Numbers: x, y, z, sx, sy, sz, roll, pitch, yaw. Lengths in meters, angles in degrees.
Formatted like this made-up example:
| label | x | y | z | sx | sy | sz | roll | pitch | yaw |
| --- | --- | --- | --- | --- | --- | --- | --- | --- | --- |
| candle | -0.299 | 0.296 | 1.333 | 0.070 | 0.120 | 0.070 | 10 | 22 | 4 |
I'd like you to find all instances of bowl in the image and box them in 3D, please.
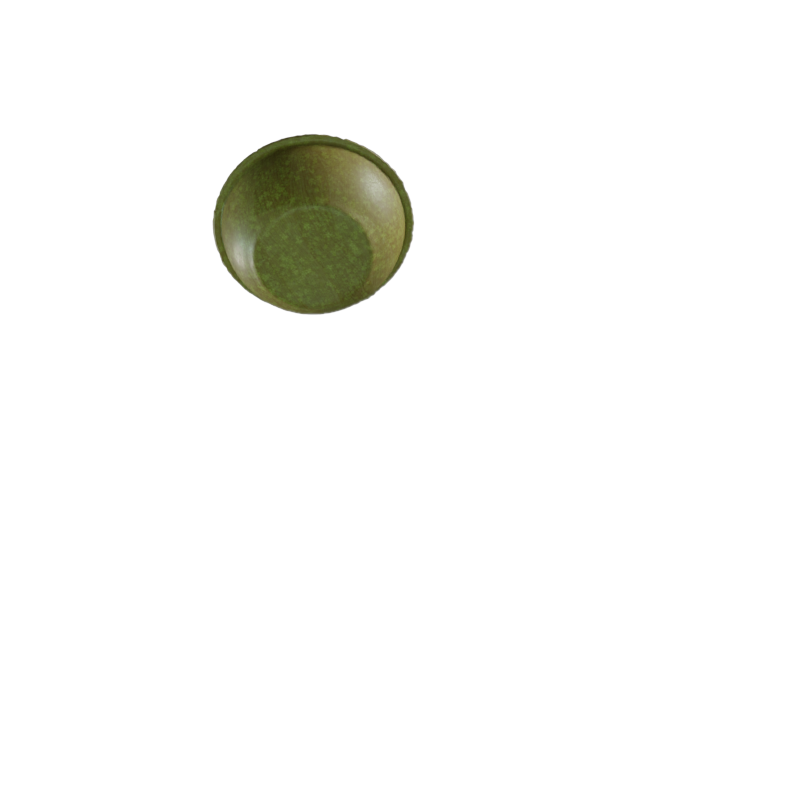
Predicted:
| label | x | y | z | sx | sy | sz | roll | pitch | yaw |
| --- | --- | --- | --- | --- | --- | --- | --- | --- | --- |
| bowl | -0.068 | -0.124 | 0.870 | 0.162 | 0.153 | 0.058 | 1 | 30 | -1 |
